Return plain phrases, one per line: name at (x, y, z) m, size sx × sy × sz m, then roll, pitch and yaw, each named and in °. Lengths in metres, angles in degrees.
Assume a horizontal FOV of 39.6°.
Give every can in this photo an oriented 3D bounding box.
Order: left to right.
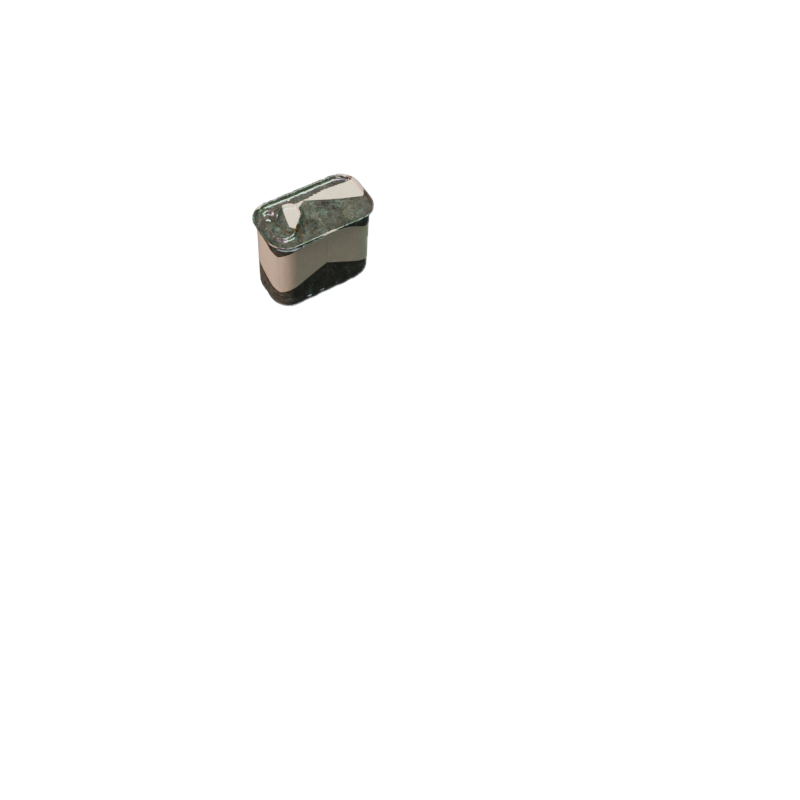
can at (-0.076, -0.138, 0.970) m, size 0.101 × 0.062 × 0.078 m, roll -26°, pitch -31°, yaw -19°
